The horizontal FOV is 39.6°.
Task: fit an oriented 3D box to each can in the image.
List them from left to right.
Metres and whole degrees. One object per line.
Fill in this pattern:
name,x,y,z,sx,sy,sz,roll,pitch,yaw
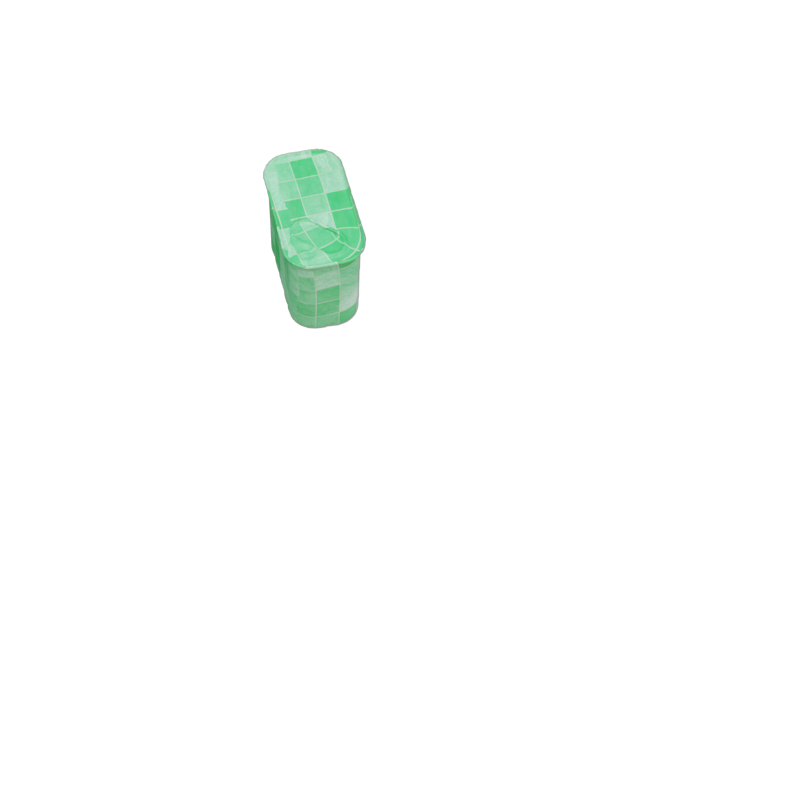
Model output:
can,-0.062,-0.113,0.792,0.057,0.110,0.078,-11,-32,-10
